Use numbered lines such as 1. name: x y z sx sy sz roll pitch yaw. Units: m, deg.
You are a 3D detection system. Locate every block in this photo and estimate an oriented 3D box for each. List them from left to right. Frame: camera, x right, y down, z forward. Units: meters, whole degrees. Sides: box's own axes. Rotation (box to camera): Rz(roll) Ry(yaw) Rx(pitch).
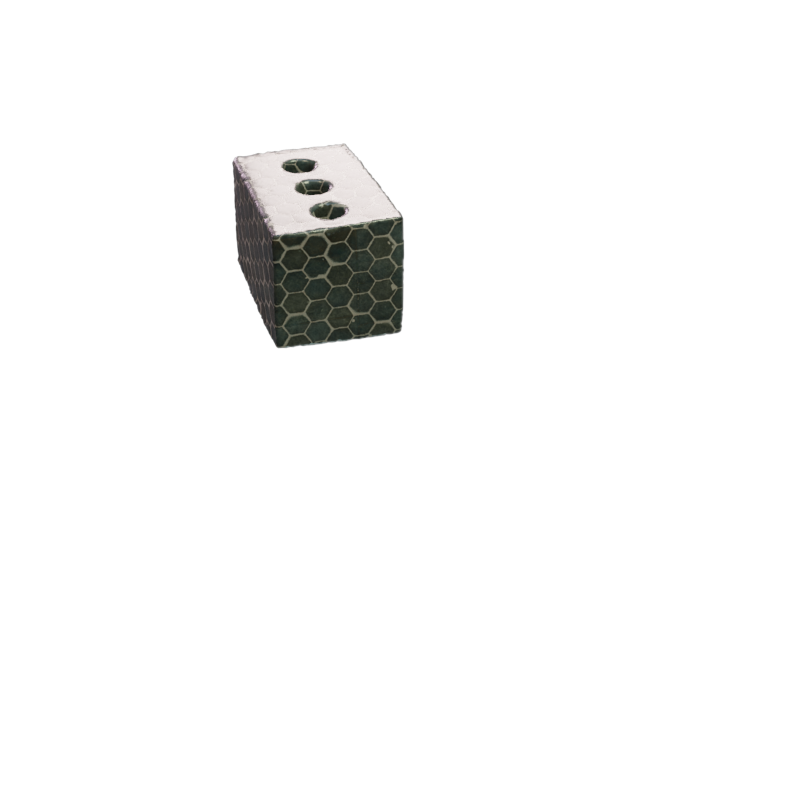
1. block: -0.036 -0.065 0.454 0.052 0.048 0.084 -9 34 -16
